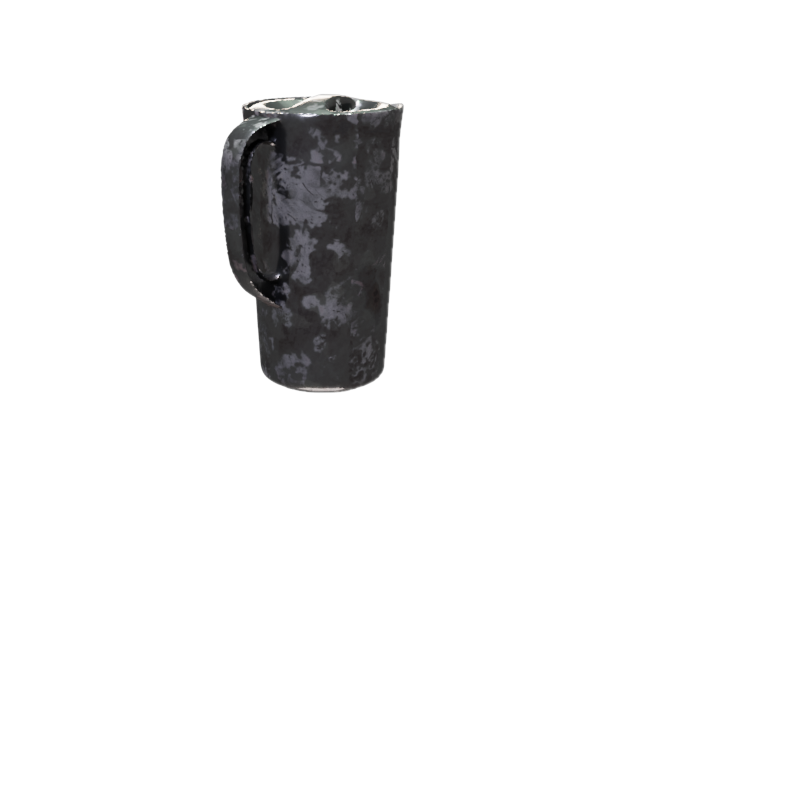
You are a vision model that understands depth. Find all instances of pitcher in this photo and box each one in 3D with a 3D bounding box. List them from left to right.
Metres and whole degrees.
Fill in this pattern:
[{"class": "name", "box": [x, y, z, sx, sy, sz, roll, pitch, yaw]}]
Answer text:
[{"class": "pitcher", "box": [-0.073, -0.133, 0.931, 0.148, 0.235, 0.151, -1, 15, -5]}]
